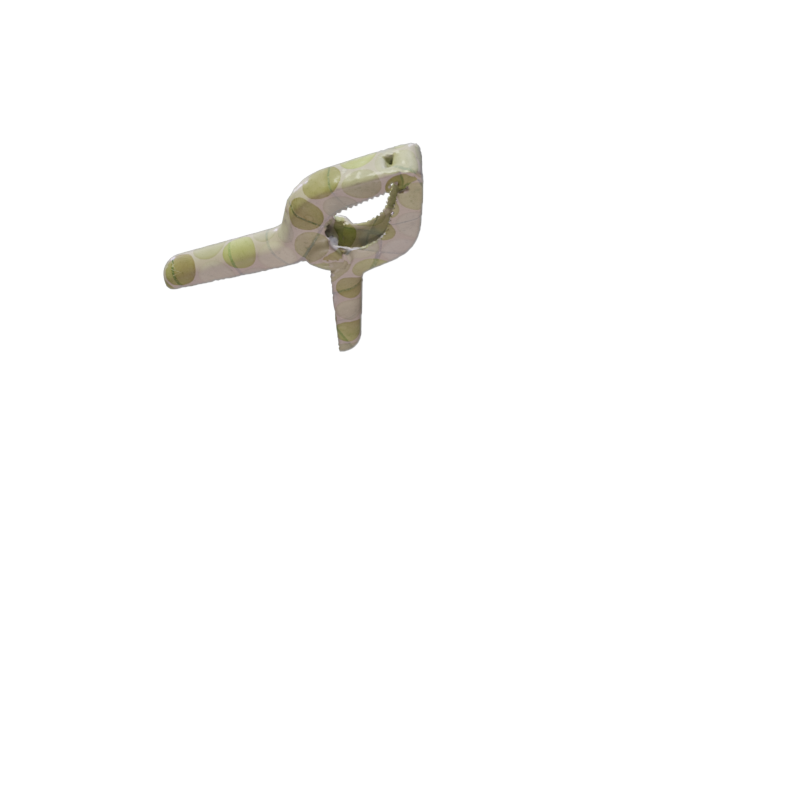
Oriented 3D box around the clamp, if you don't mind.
[{"bbox_3d":[-0.060,-0.110,0.770,0.158,0.039,0.204,16,-37,-23],"label":"clamp"}]
